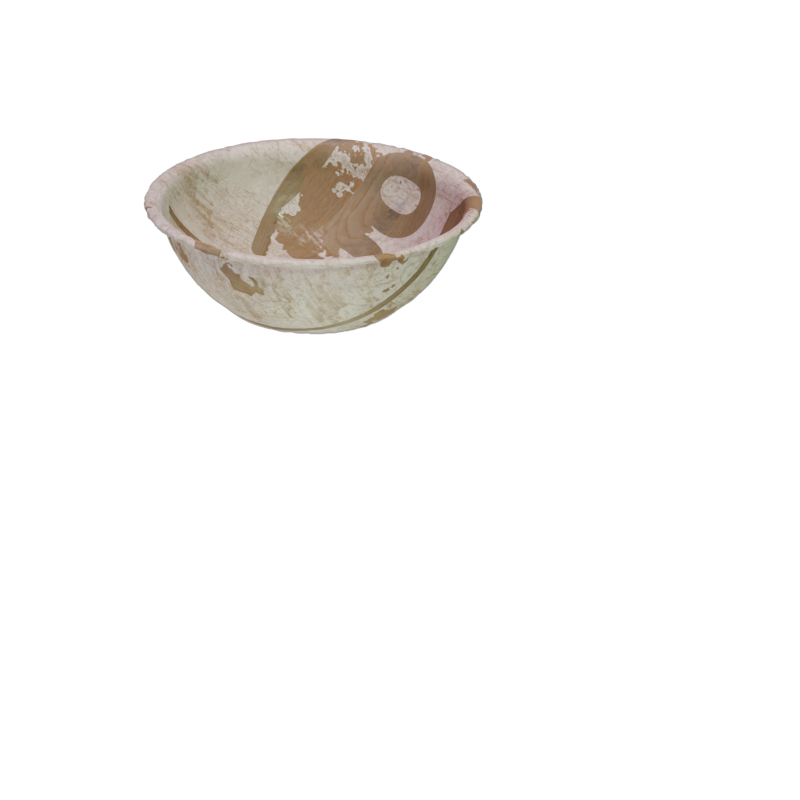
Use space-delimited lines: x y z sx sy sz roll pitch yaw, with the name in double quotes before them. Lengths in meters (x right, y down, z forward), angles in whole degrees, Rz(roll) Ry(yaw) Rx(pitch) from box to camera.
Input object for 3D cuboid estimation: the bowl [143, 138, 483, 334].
"bowl" -0.042 -0.077 0.542 0.162 0.052 0.172 -1 30 -2
